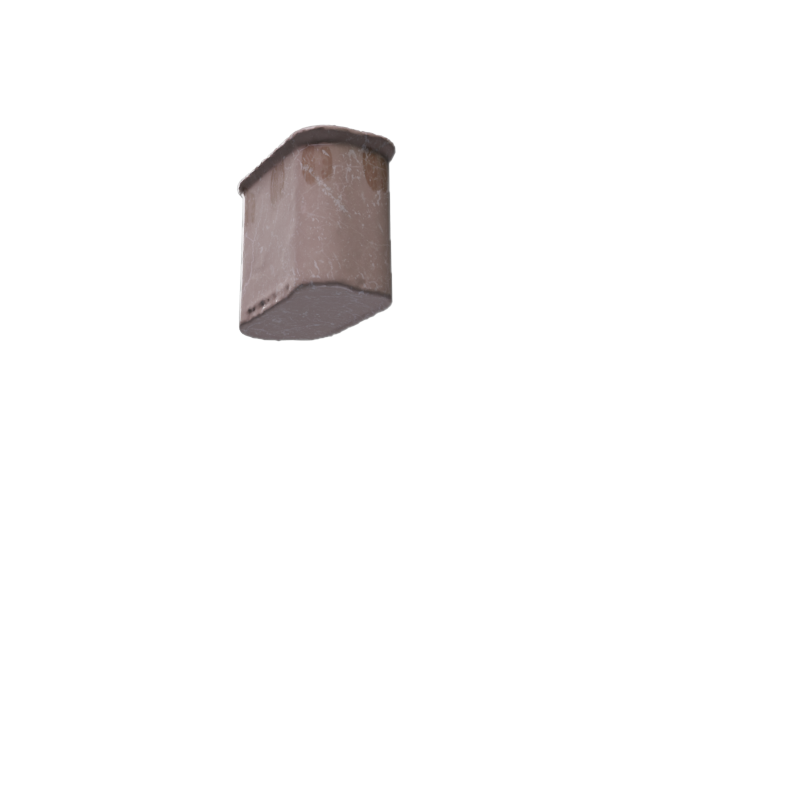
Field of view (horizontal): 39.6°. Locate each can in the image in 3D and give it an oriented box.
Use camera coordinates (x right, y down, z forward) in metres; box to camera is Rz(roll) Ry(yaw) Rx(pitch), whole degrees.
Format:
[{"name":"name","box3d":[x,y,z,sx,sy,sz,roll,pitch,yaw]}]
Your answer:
[{"name":"can","box3d":[-0.045,-0.082,0.572,0.055,0.087,0.102,9,-18,-29]}]
